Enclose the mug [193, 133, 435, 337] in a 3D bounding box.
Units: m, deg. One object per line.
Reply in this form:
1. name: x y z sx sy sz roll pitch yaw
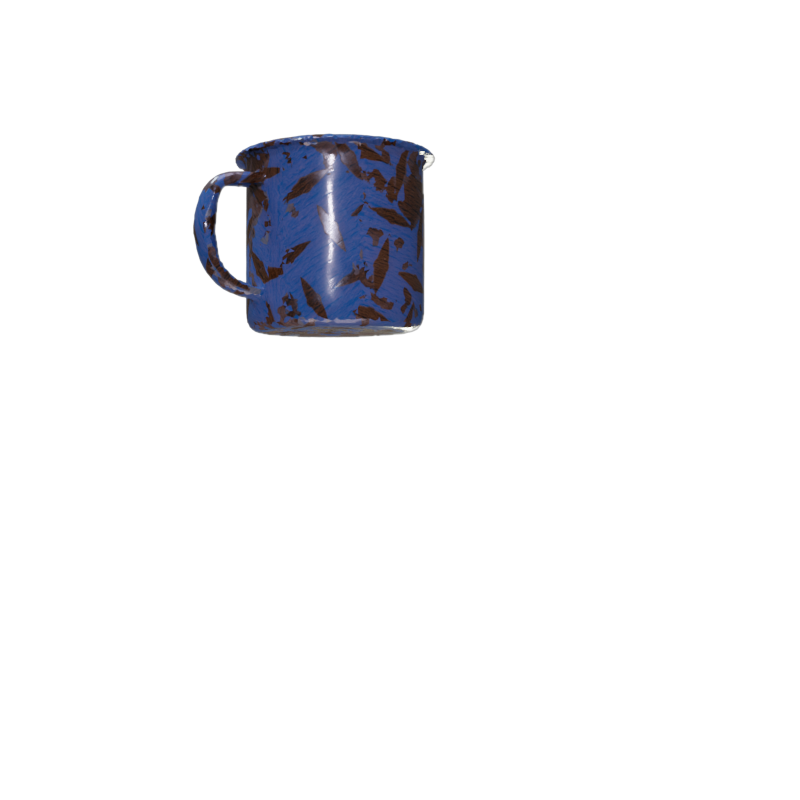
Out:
1. mug: -0.040 -0.072 0.506 0.112 0.083 0.096 3 -5 -36
